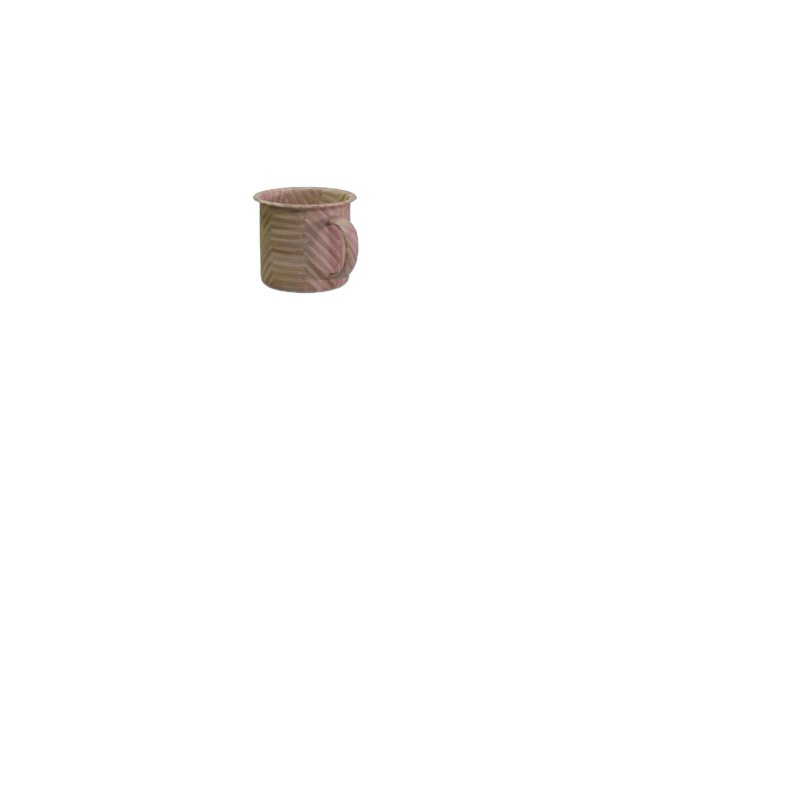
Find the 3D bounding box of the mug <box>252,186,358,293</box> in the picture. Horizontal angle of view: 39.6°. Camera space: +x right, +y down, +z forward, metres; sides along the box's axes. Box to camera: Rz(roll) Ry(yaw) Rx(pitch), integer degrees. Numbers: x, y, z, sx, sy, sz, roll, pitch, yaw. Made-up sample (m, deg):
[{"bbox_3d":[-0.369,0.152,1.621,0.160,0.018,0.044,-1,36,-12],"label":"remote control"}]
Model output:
[{"bbox_3d":[-0.078,-0.142,0.995,0.091,0.079,0.124,-15,23,-40],"label":"mug"}]
